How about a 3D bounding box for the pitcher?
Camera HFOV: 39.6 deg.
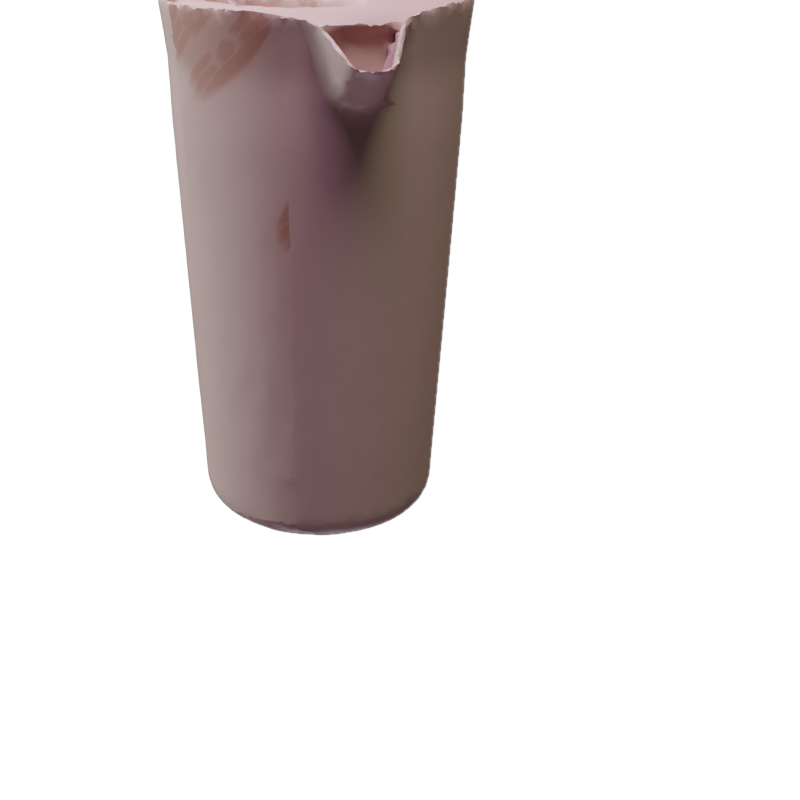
[{"bbox_3d":[-0.040,-0.074,0.515,0.151,0.232,0.150,11,23,24],"label":"pitcher"}]
